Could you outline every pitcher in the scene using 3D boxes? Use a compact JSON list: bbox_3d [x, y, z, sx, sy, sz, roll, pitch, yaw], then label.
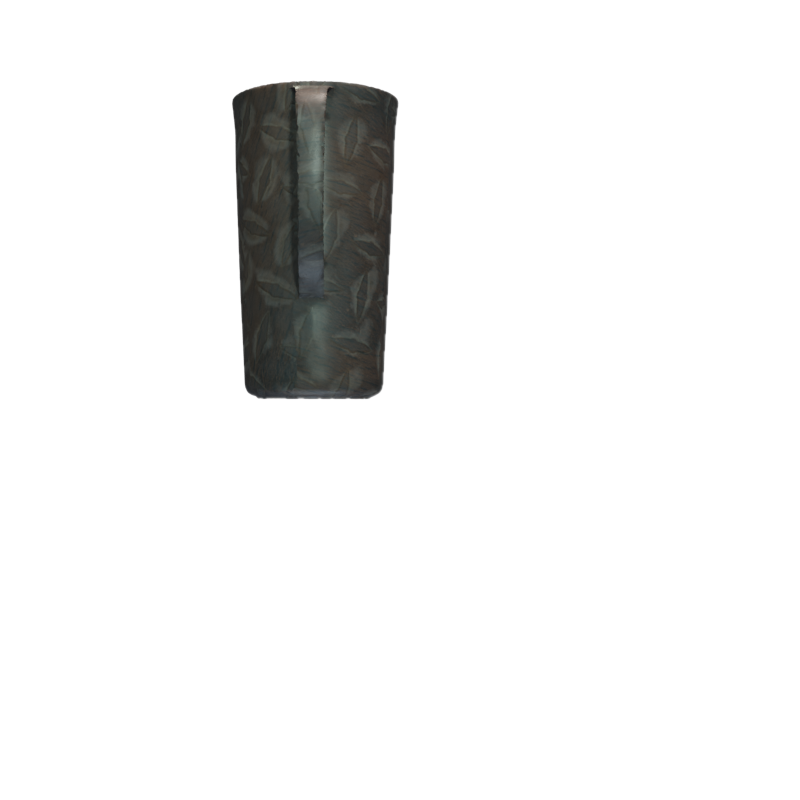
[{"bbox_3d":[-0.068,-0.123,0.865,0.149,0.247,0.142,-6,-8,43],"label":"pitcher"}]
